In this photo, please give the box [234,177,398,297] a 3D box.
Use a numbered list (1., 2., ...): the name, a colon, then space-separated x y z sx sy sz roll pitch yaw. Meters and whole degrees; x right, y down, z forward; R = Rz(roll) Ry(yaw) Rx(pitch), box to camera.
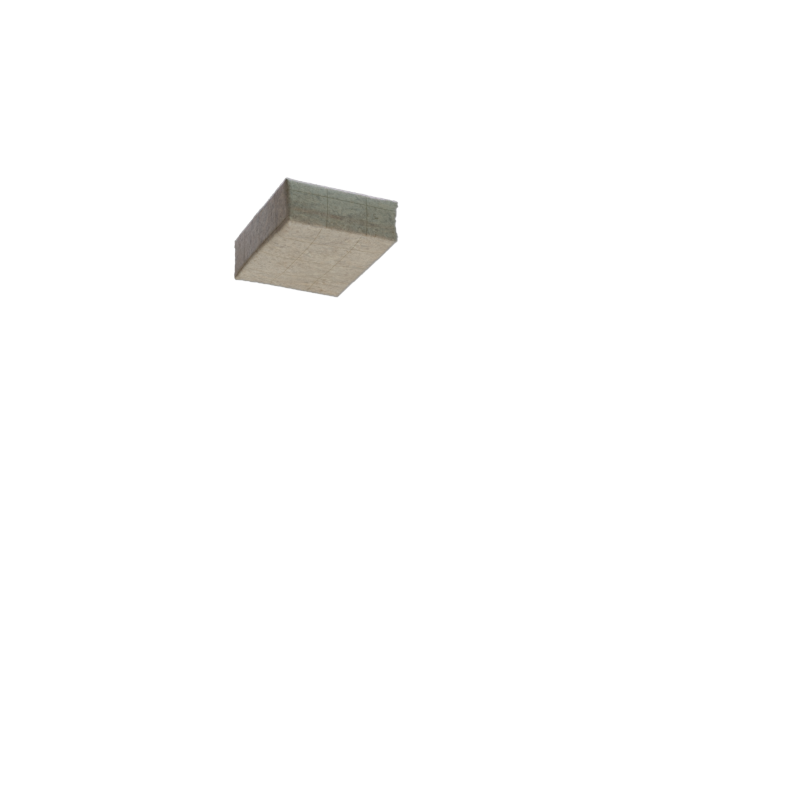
1. box: -0.065 -0.119 0.833 0.087 0.041 0.112 9 -20 -25
